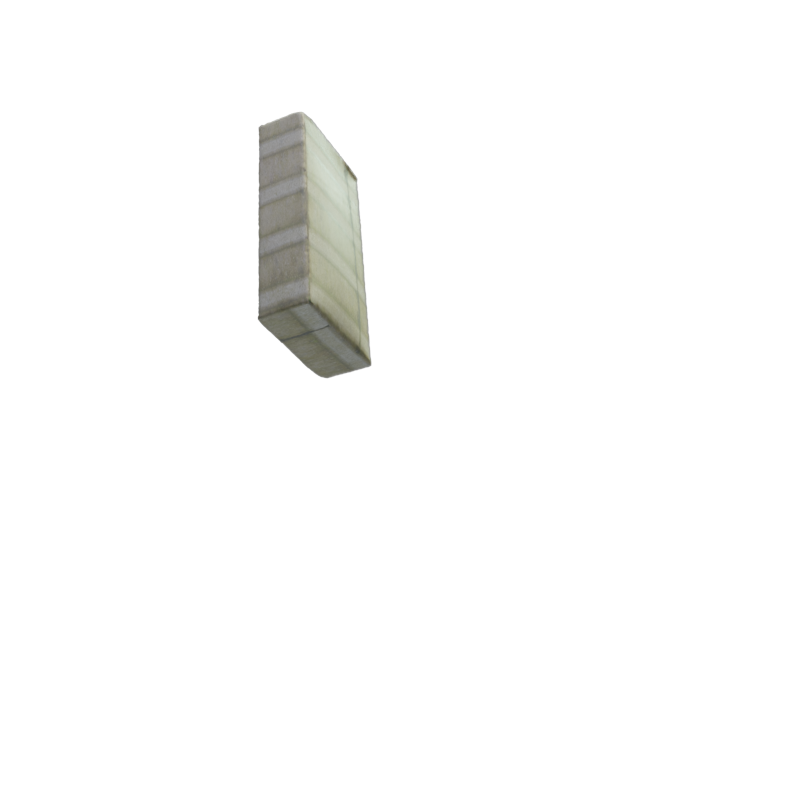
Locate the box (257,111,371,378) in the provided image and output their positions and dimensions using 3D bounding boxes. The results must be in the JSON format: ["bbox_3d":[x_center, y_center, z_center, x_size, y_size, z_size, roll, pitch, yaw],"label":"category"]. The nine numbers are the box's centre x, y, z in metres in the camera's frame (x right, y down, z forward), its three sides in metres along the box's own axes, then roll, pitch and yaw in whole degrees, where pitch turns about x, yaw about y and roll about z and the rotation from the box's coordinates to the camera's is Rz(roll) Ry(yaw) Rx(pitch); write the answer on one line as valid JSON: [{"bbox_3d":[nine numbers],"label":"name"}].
[{"bbox_3d":[-0.062,-0.113,0.793,0.048,0.189,0.086,-18,-37,21],"label":"box"}]
